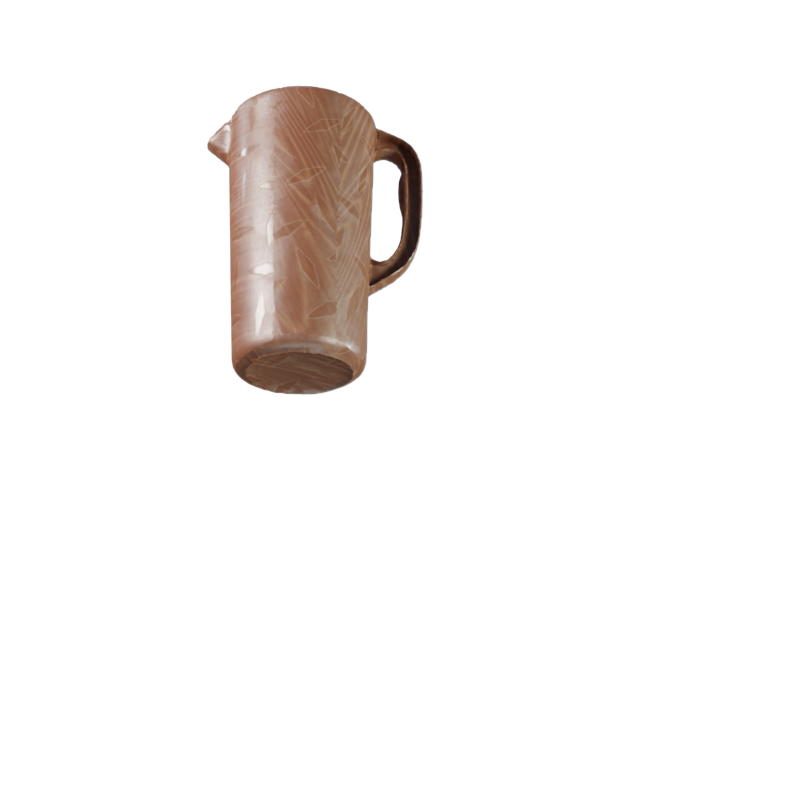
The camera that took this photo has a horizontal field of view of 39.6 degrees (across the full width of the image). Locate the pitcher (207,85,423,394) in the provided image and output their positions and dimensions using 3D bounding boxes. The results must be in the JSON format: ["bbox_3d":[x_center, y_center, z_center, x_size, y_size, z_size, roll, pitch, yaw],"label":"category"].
[{"bbox_3d":[-0.073,-0.134,0.938,0.150,0.258,0.135,-21,-32,33],"label":"pitcher"}]
